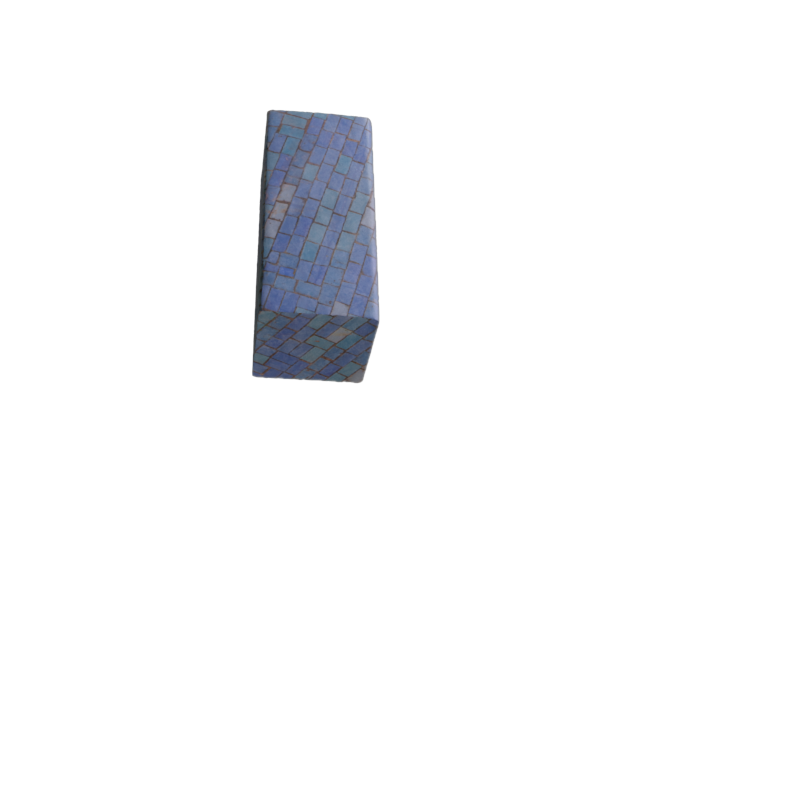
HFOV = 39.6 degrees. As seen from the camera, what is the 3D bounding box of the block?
[{"bbox_3d":[-0.069,-0.128,0.894,0.089,0.221,0.085,3,-36,-8],"label":"block"}]
